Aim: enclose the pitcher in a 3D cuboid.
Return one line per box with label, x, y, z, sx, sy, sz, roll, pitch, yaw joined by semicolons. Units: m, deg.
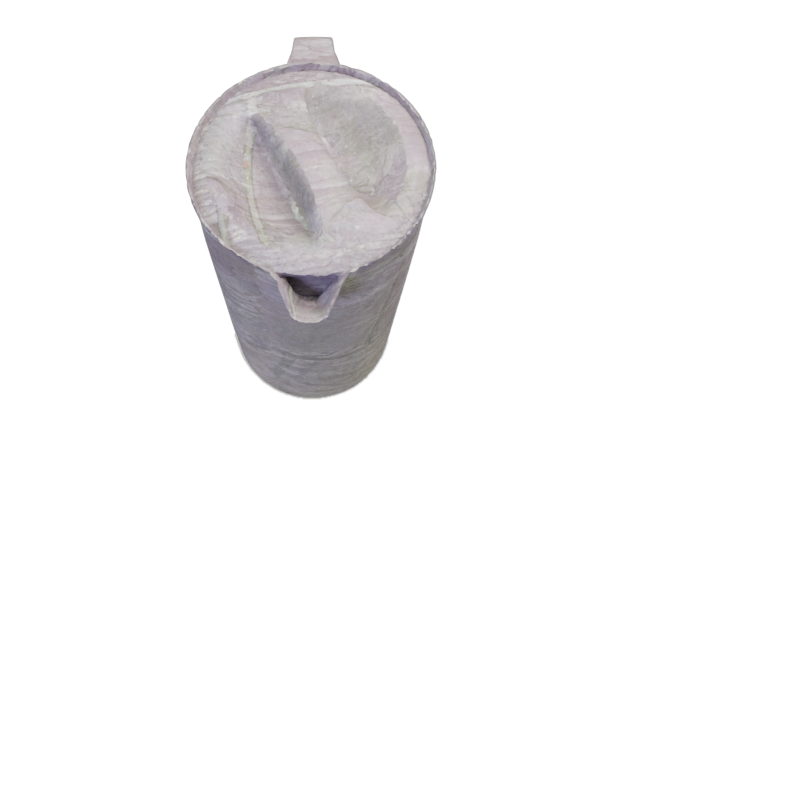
pitcher;-0.054;-0.099;0.695;0.151;0.151;0.231;42;-18;12
